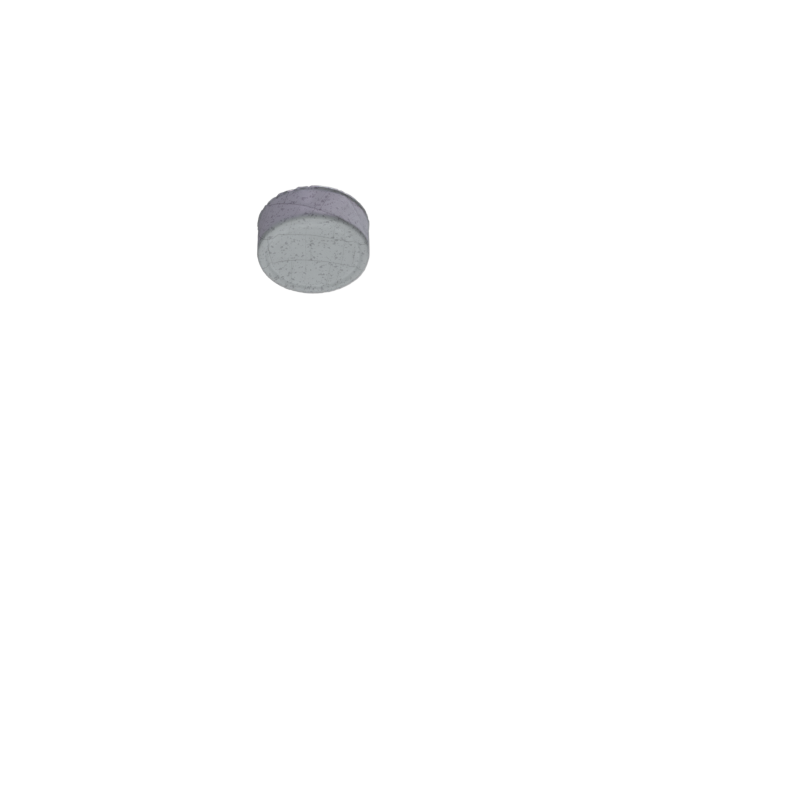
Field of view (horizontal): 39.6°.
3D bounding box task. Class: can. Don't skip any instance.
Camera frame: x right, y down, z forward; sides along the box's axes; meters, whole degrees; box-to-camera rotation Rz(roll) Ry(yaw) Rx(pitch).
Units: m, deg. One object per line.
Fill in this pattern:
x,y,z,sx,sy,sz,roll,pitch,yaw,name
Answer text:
-0.065,-0.119,0.835,0.086,0.036,0.080,1,-40,-2,can
